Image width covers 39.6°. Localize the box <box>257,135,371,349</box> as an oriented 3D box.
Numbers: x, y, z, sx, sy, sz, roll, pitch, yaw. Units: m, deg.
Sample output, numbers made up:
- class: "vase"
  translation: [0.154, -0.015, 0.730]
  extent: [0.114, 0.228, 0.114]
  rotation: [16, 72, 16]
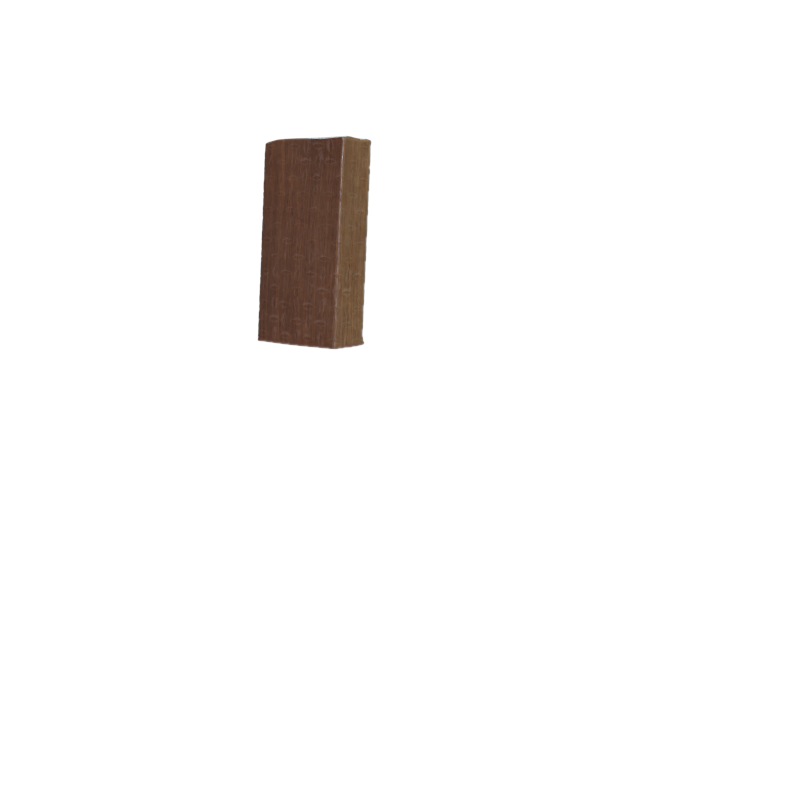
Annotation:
- class: "box"
  translation: [-0.075, -0.135, 0.948]
  extent: [0.097, 0.176, 0.046]
  rotation: [2, 2, 39]
